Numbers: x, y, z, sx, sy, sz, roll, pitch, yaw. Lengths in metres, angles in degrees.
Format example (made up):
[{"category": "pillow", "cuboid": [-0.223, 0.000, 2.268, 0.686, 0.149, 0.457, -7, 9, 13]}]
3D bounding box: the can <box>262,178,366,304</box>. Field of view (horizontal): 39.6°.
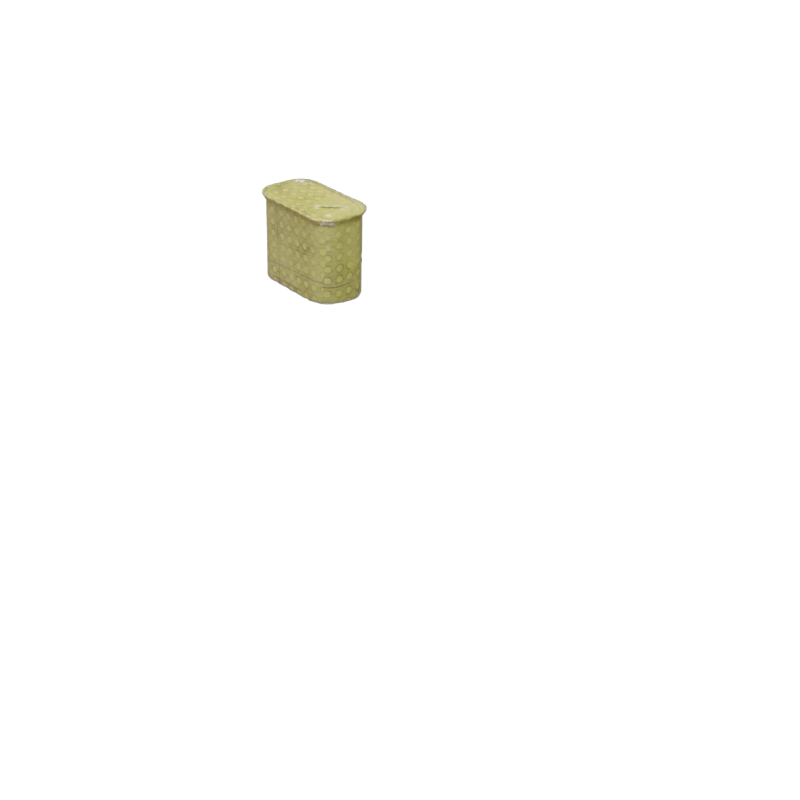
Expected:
[{"category": "can", "cuboid": [-0.077, -0.141, 0.987, 0.057, 0.079, 0.109, -19, 34, -35]}]
